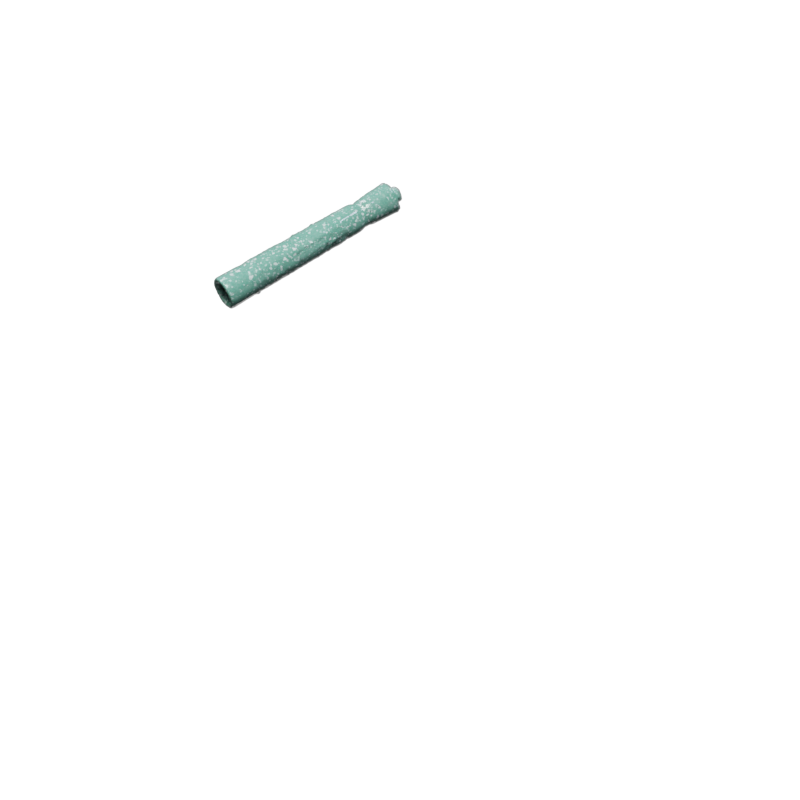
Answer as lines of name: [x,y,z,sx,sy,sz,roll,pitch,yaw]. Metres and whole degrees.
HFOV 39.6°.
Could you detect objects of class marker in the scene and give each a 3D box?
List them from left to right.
marker: [-0.048,-0.088,0.618,0.121,0.019,0.020,-33,18,-21]
